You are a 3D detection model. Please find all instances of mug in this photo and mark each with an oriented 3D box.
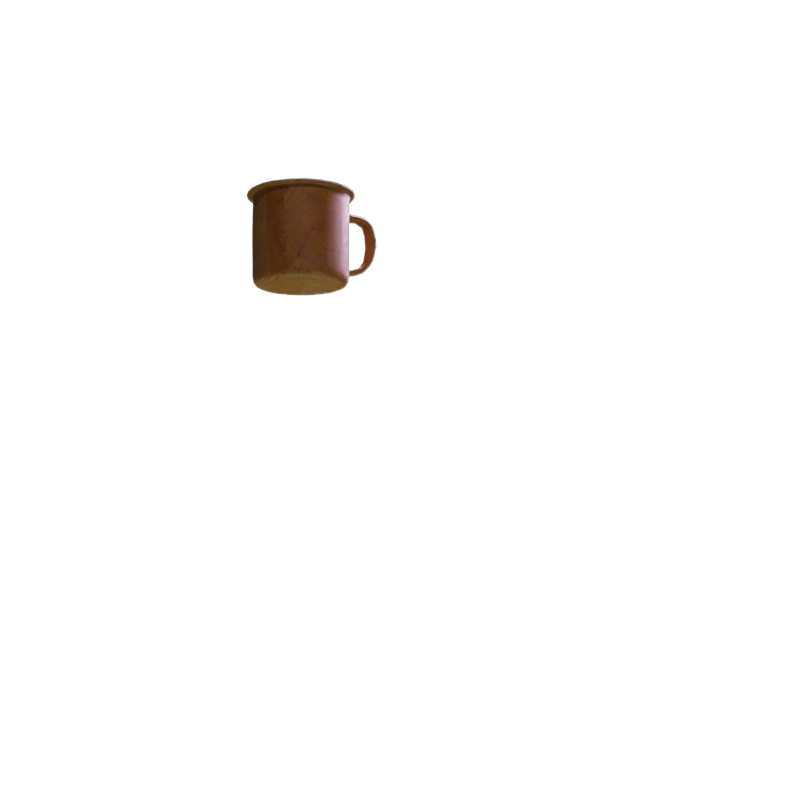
[{"bbox_3d":[-0.074,-0.135,0.946,0.113,0.084,0.094,5,-12,-29],"label":"mug"}]
